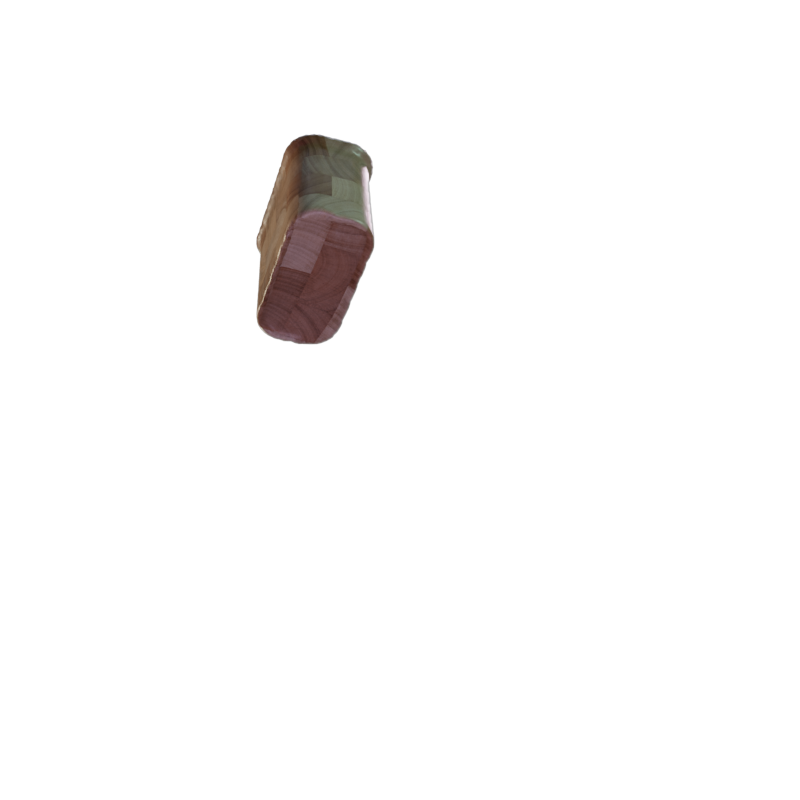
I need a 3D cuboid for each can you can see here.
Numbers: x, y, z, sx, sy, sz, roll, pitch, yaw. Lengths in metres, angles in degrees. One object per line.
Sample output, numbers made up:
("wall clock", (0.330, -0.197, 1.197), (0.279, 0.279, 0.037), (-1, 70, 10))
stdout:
("can", (-0.053, -0.096, 0.675), (0.056, 0.097, 0.090), (14, 36, -14))
